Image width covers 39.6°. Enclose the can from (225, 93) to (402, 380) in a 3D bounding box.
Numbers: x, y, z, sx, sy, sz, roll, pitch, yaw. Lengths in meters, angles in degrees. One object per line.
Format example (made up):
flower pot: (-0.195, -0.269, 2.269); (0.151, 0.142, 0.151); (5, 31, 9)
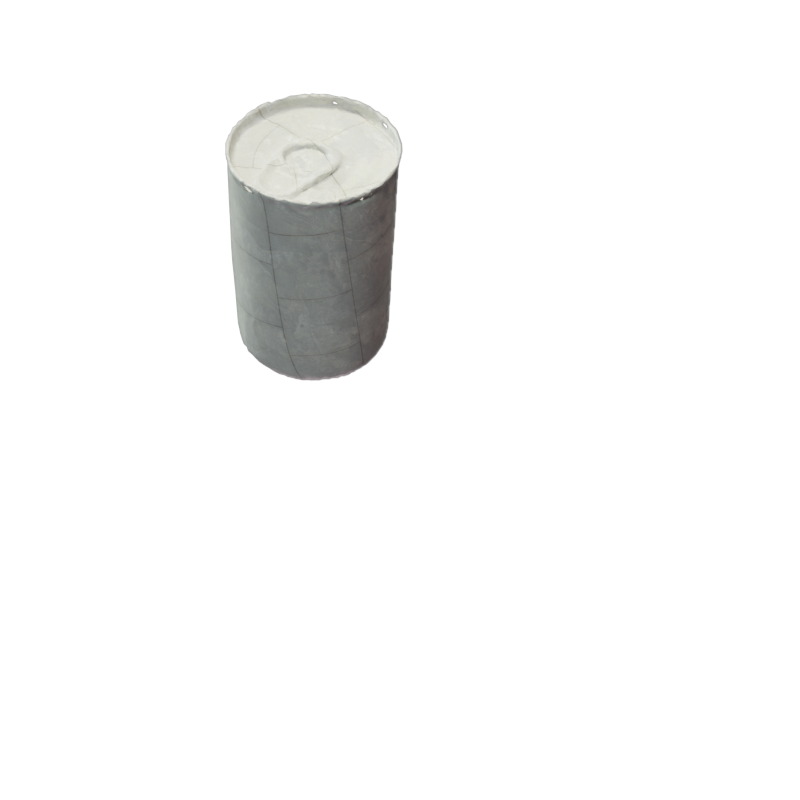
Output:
can: (-0.036, -0.065, 0.458); (0.068, 0.074, 0.095); (0, -43, -3)
